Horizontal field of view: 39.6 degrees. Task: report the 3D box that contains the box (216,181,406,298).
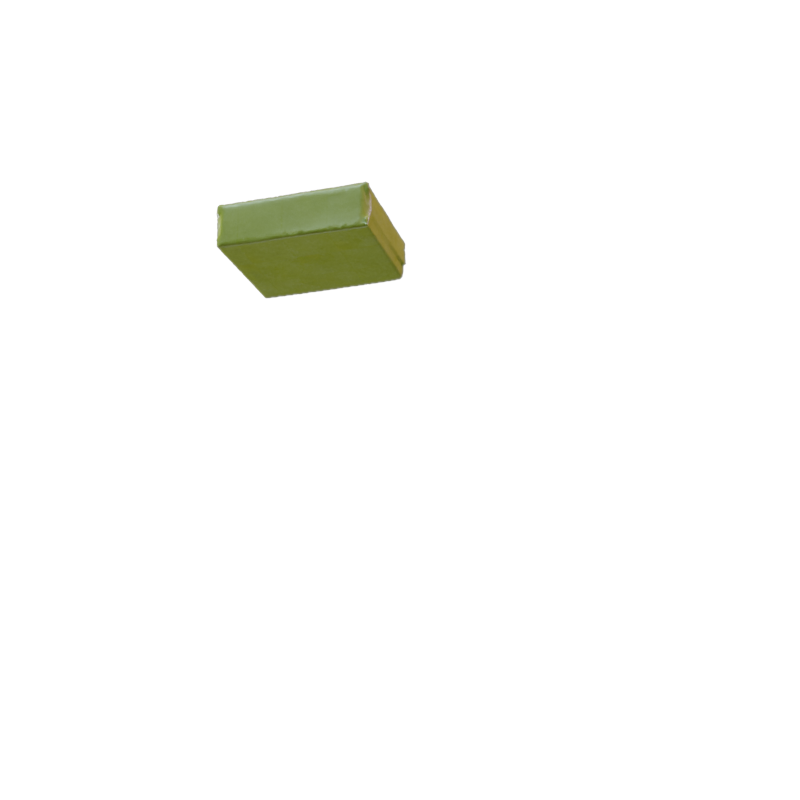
[{"bbox_3d":[-0.049,-0.089,0.625,0.091,0.032,0.068,-7,-22,17],"label":"box"}]
